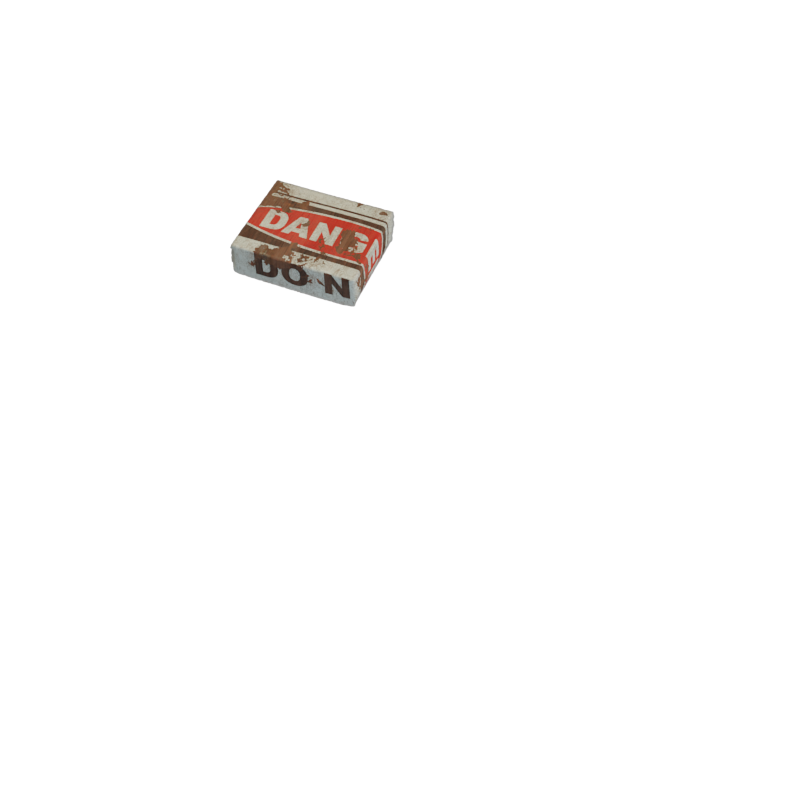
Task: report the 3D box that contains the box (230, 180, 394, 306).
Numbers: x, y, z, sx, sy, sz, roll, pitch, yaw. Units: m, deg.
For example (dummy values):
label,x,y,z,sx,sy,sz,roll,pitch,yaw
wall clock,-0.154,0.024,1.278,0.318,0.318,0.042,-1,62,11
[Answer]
label,x,y,z,sx,sy,sz,roll,pitch,yaw
box,-0.073,-0.133,0.930,0.117,0.094,0.036,18,-39,15
